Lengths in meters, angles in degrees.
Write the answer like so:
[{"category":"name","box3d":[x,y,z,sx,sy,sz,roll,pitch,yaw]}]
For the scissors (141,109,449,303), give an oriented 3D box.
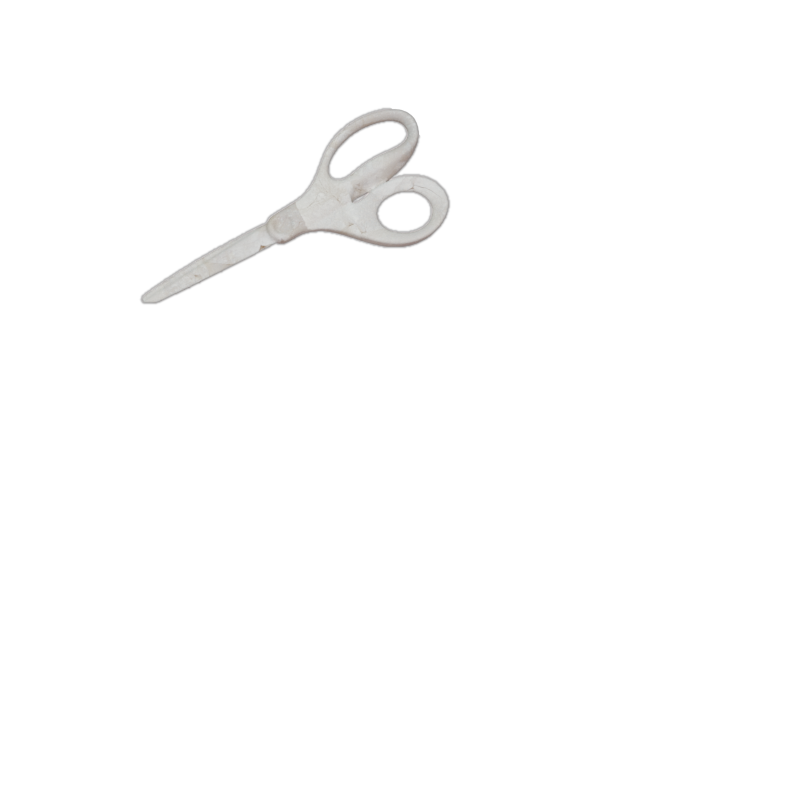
[{"category":"scissors","box3d":[-0.054,-0.098,0.684,0.099,0.203,0.015,44,-10,9]}]
